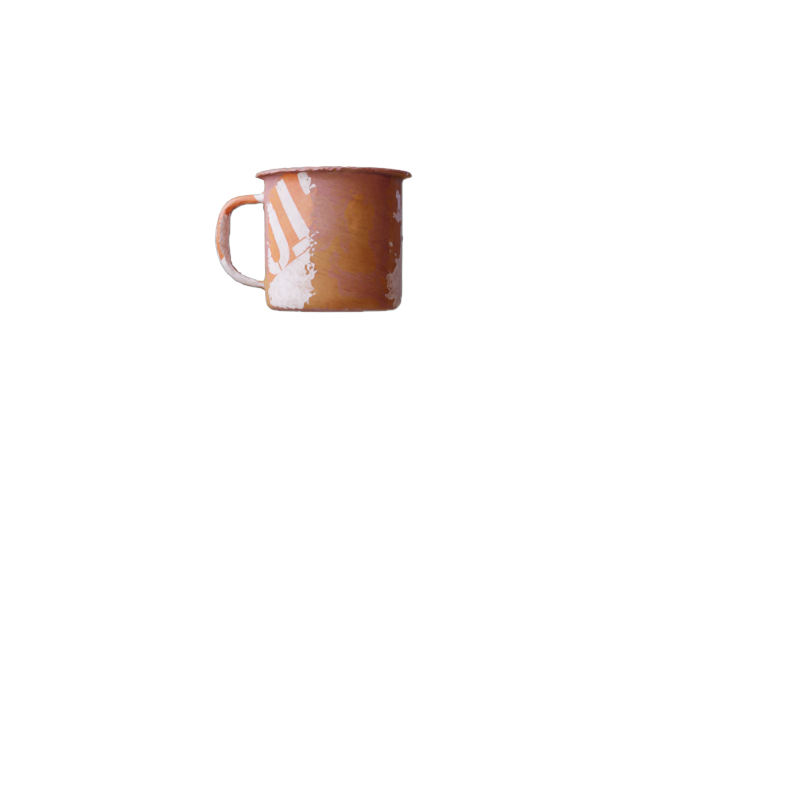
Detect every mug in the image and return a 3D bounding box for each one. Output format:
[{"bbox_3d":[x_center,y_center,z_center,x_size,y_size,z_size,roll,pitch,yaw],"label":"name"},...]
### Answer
[{"bbox_3d":[-0.052,-0.094,0.658,0.117,0.081,0.094,0,3,-2],"label":"mug"}]
